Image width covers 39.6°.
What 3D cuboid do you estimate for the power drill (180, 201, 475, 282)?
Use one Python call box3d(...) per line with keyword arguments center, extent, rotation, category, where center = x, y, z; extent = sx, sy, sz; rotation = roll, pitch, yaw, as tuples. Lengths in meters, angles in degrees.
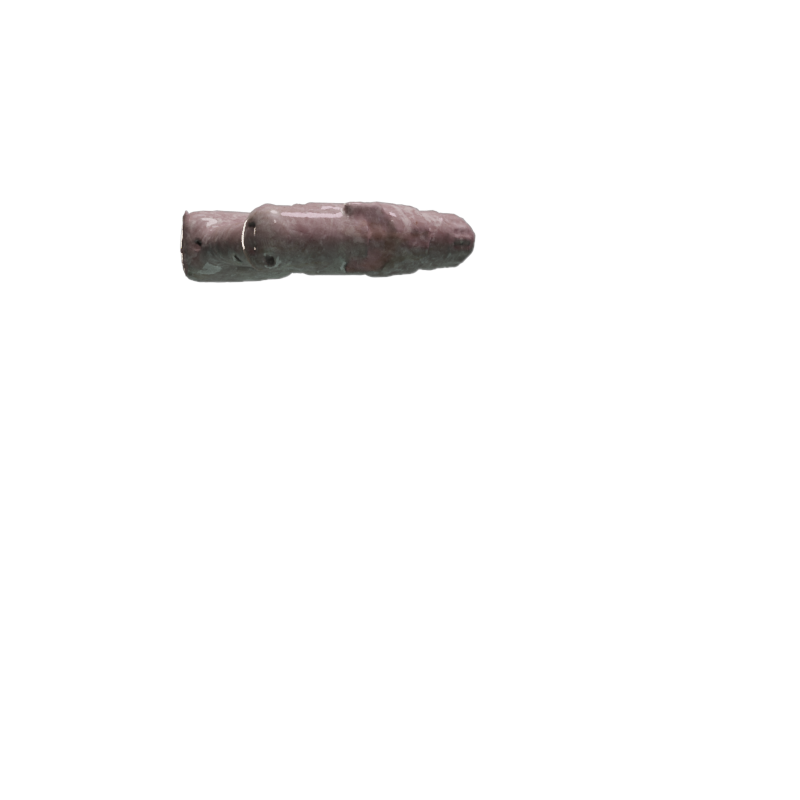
box3d(center=(-0.064, -0.117, 0.820), extent=(0.178, 0.057, 0.194), rotation=(-2, 4, -35), category="power drill")
